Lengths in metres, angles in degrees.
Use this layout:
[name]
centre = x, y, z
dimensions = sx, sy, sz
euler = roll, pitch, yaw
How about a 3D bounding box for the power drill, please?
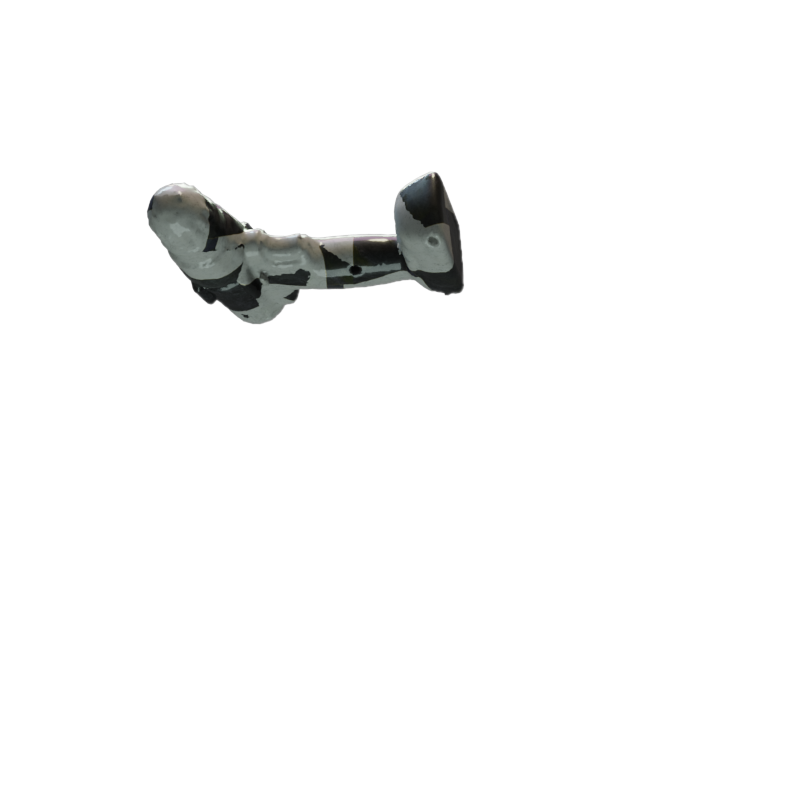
[power drill]
centre = -0.058, -0.107, 0.747
dimensions = 0.190, 0.060, 0.174
euler = -4, -16, 14
